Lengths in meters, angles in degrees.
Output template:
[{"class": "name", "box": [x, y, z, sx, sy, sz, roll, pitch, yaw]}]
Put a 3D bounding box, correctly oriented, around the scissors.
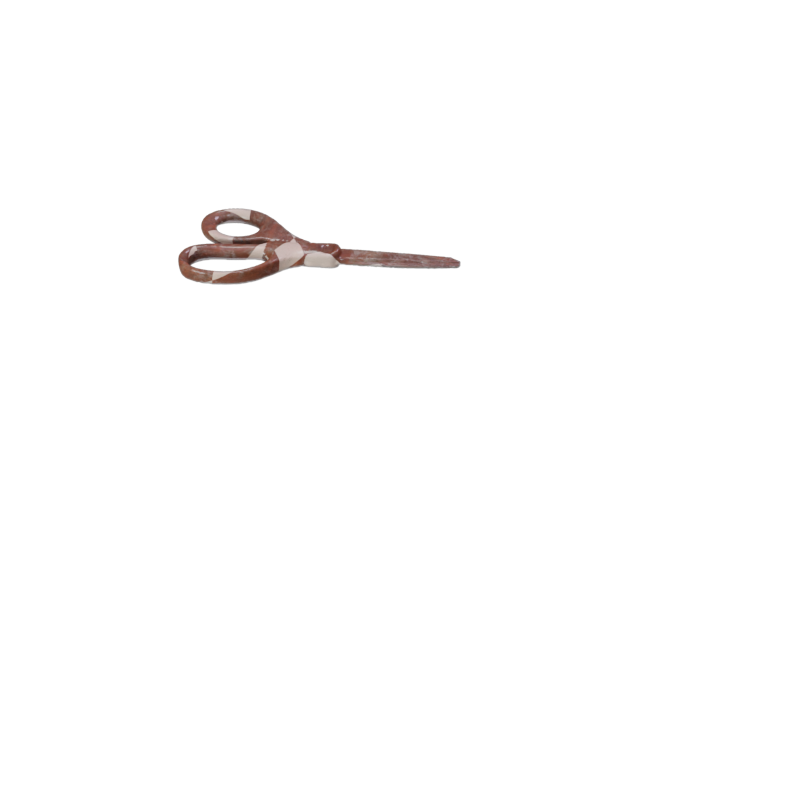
[{"class": "scissors", "box": [-0.065, -0.118, 0.827, 0.200, 0.015, 0.104, -6, 40, -8]}]
